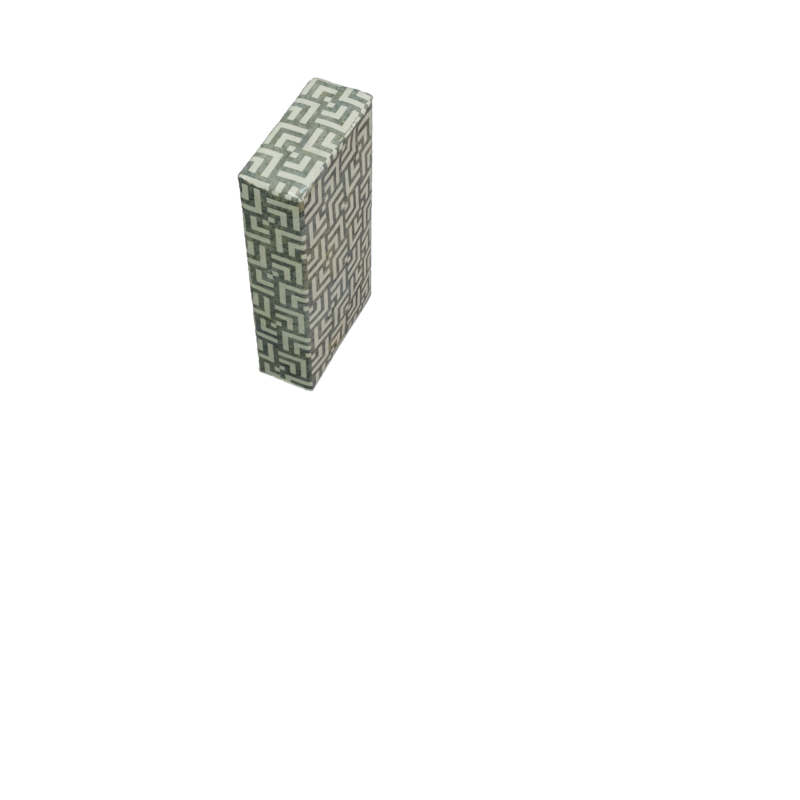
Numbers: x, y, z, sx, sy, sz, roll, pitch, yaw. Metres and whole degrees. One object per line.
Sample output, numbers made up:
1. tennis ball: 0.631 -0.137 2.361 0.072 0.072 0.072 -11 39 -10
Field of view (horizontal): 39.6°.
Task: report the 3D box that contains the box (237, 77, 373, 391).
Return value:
1. box: -0.052 -0.095 0.664 0.049 0.097 0.165 21 -34 11
